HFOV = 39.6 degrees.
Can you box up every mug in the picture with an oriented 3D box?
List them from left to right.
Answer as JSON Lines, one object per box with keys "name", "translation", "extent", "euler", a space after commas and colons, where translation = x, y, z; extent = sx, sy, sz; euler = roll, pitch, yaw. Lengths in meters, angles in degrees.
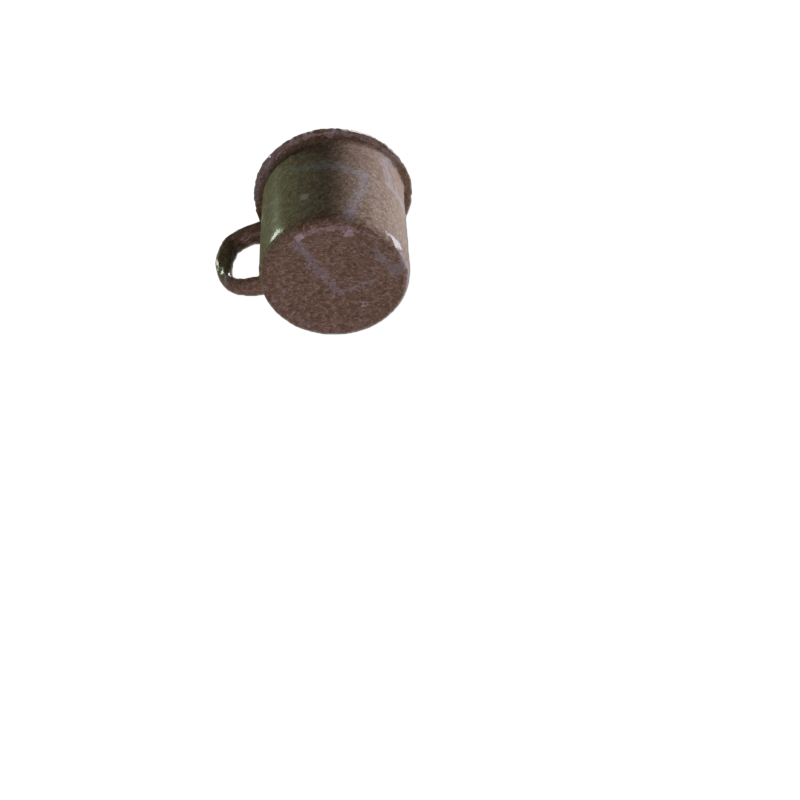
{"name": "mug", "translation": [-0.049, -0.089, 0.621], "extent": [0.118, 0.086, 0.087], "euler": [-13, 41, 10]}
